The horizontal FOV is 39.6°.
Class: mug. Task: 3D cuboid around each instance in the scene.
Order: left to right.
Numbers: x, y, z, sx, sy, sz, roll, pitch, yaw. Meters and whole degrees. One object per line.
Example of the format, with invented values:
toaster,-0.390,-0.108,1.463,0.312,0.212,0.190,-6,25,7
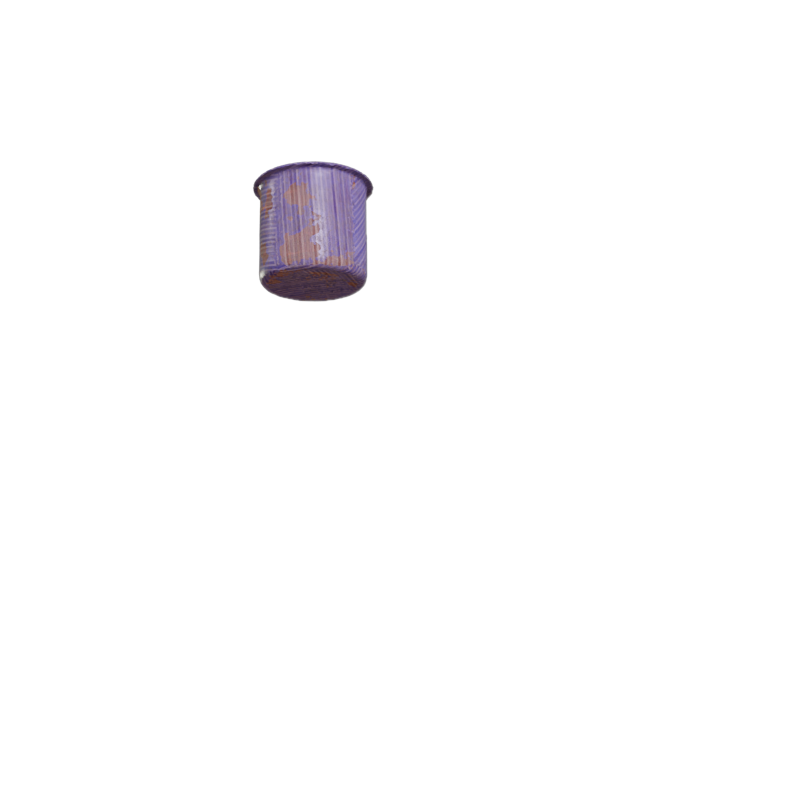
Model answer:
mug,-0.067,-0.122,0.856,0.093,0.085,0.112,0,-18,-2
